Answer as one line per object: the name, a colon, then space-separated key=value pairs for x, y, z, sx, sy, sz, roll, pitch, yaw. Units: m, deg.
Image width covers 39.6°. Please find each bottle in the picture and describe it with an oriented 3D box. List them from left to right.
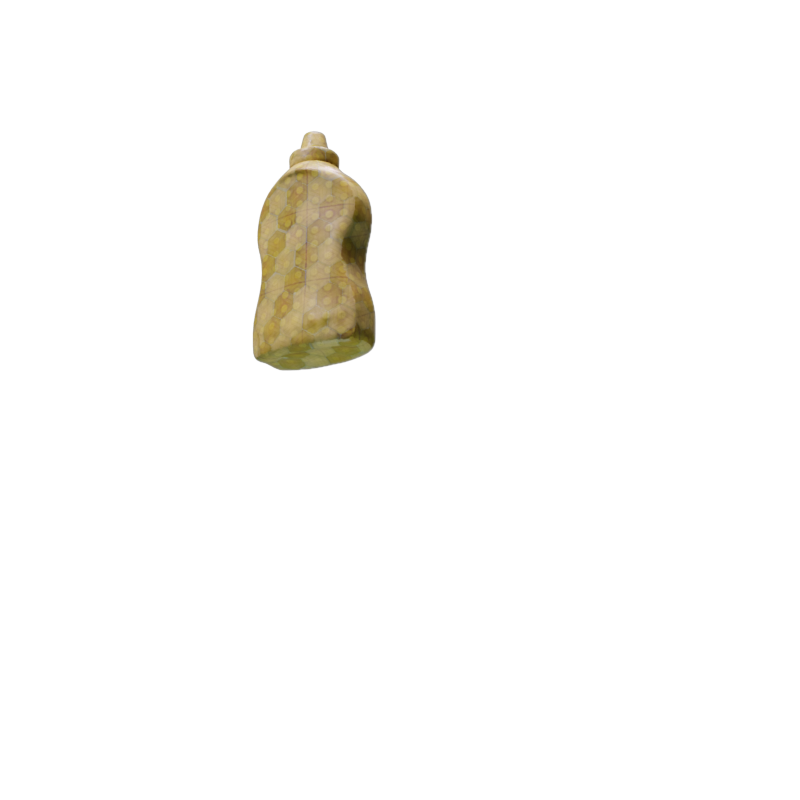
bottle: x=-0.068 y=-0.124 z=0.872 sx=0.098 sy=0.202 sz=0.054 roll=-15 pitch=-26 yaw=31
